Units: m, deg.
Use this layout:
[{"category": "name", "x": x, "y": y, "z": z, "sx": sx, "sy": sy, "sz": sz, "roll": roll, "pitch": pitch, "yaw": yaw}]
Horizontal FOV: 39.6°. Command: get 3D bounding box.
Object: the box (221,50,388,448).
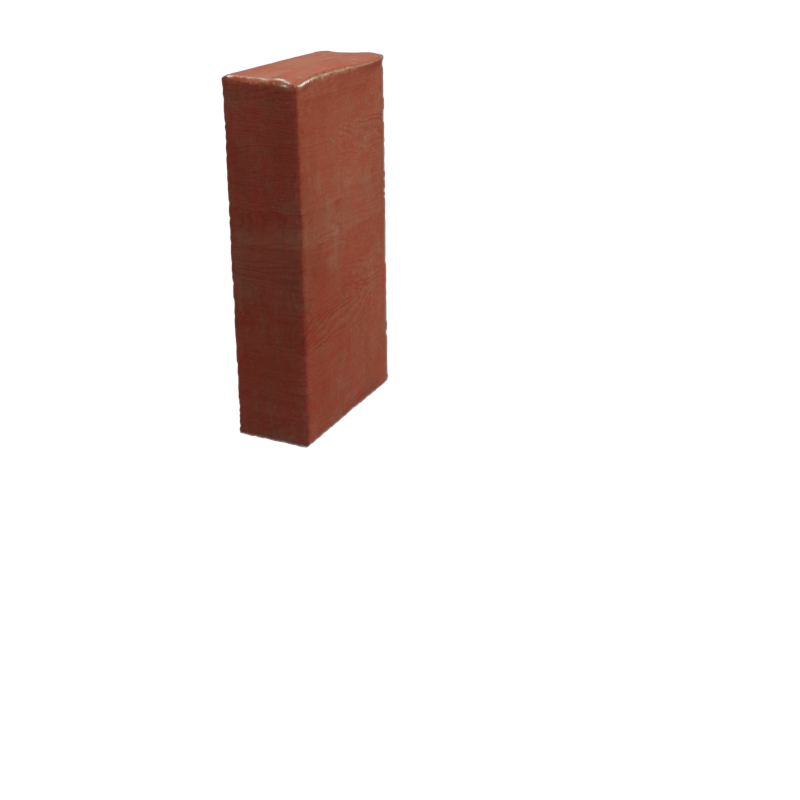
[{"category": "box", "x": -0.042, "y": -0.078, "z": 0.545, "sx": 0.050, "sy": 0.169, "sz": 0.094, "roll": 10, "pitch": 23, "yaw": 23}]
